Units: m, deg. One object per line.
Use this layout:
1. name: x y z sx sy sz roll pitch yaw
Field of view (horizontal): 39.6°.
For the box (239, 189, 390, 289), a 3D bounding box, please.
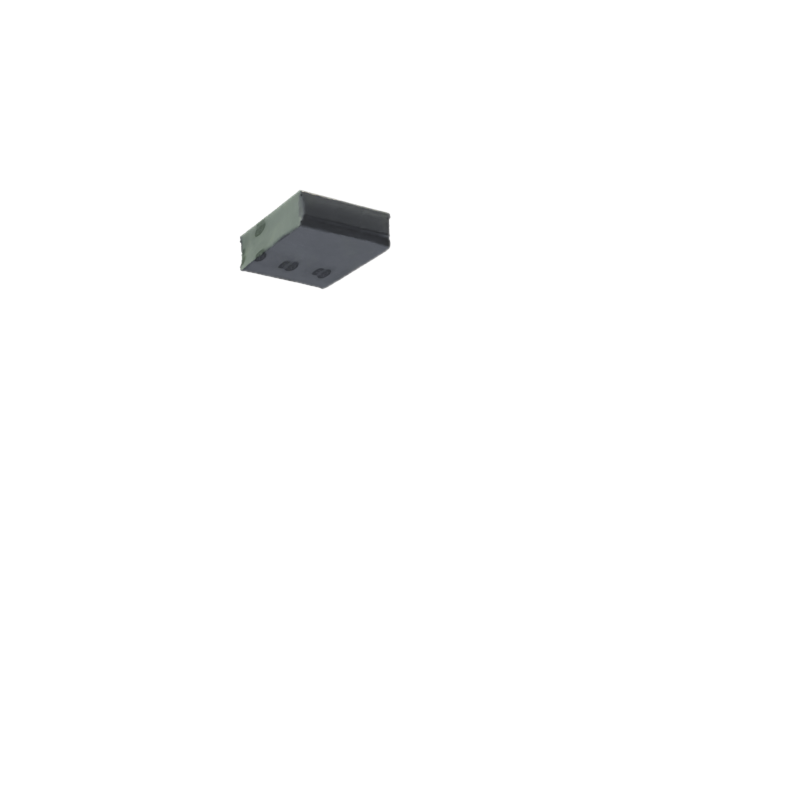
1. box: -0.075 -0.137 0.958 0.086 0.041 0.113 12 -23 -31
